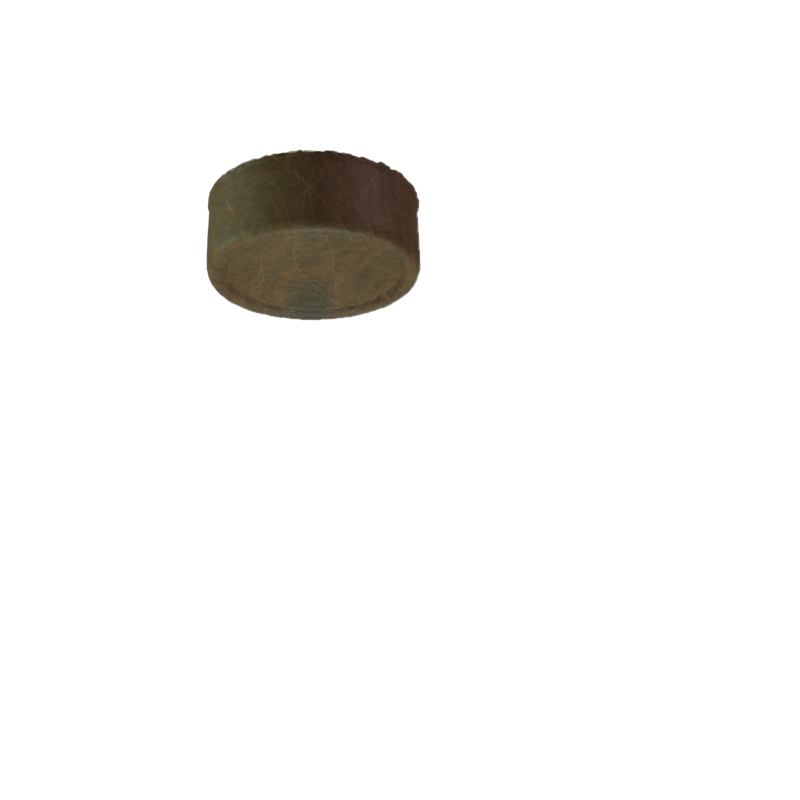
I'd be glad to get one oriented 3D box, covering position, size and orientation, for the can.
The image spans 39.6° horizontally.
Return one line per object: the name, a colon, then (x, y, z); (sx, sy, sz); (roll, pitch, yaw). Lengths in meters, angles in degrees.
can: (-0.035, -0.063, 0.443); (0.086, 0.035, 0.081); (0, -22, -2)
